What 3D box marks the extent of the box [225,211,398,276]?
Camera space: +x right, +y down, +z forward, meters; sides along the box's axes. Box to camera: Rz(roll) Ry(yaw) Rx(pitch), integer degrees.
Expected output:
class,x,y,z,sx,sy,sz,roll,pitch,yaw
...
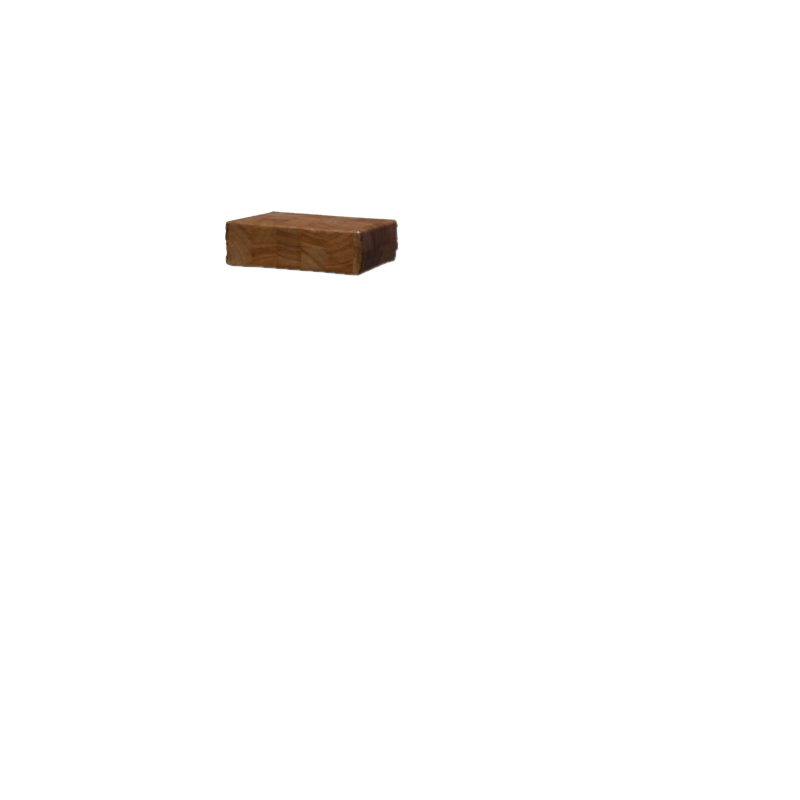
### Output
class,x,y,z,sx,sy,sz,roll,pitch,yaw
box,-0.068,-0.124,0.868,0.117,0.038,0.089,5,13,19
